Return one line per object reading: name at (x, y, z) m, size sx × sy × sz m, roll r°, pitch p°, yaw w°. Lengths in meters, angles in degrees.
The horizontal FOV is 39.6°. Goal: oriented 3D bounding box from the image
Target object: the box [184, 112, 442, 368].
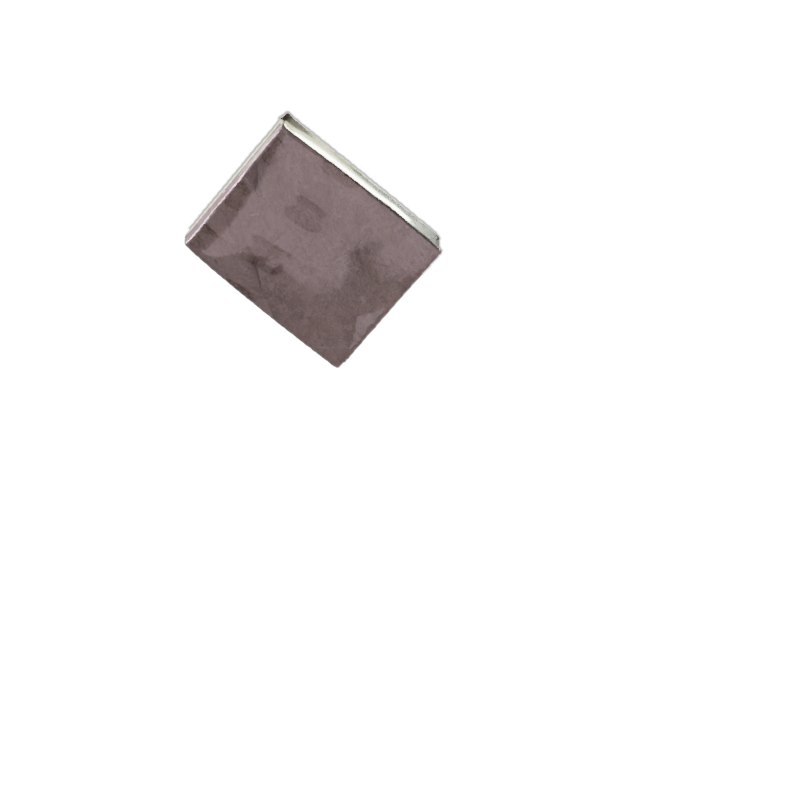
box at (-0.048, -0.086, 0.606) m, size 0.110 × 0.089 × 0.040 m, roll 39°, pitch 14°, yaw -12°
